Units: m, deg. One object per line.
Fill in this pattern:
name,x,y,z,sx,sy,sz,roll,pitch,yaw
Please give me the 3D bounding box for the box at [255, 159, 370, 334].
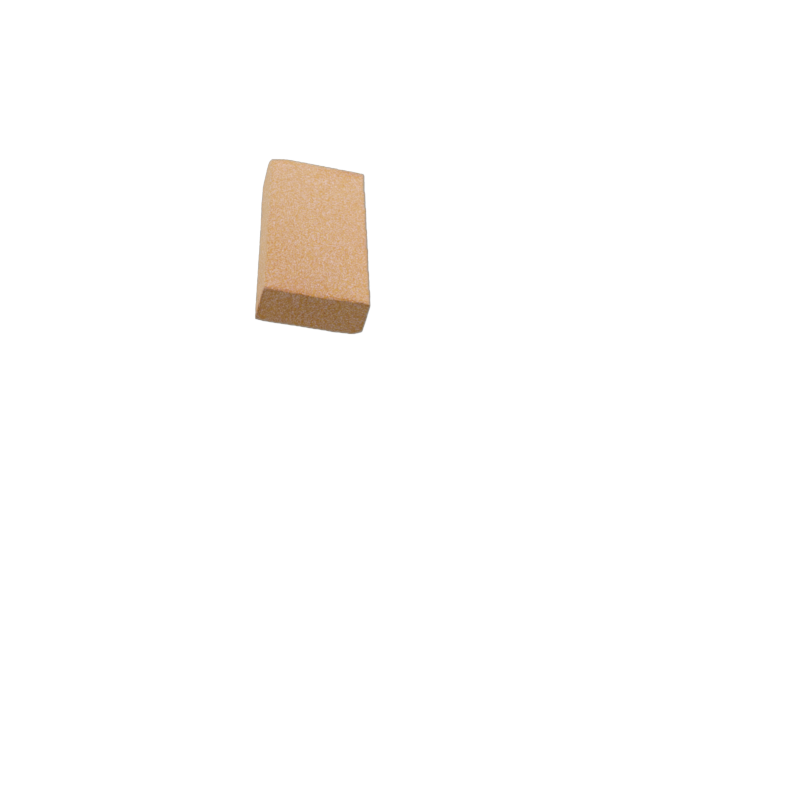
box,-0.077,-0.140,0.978,0.092,0.189,0.045,7,-43,-12
